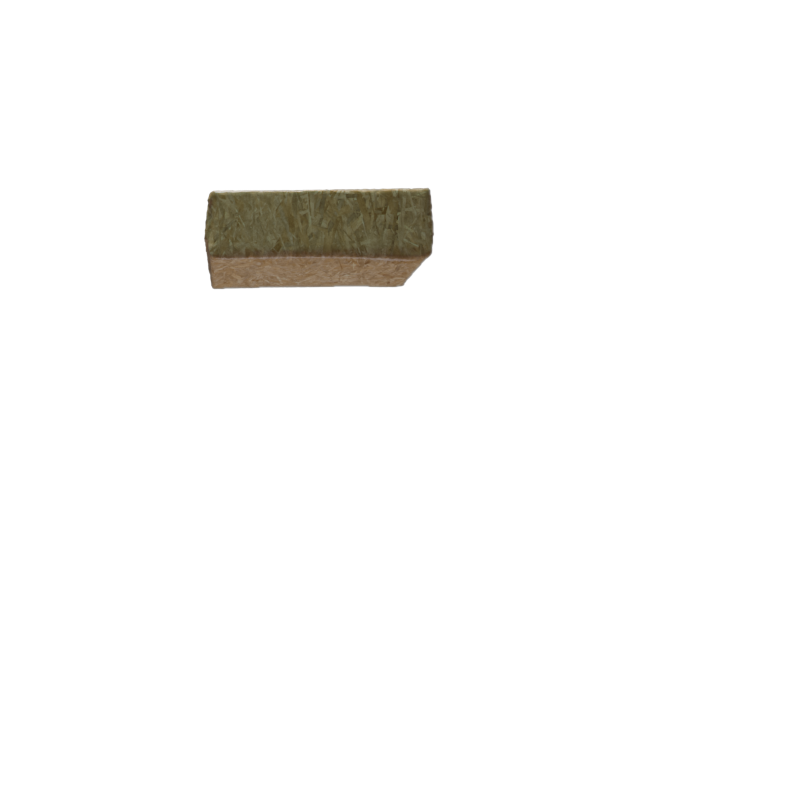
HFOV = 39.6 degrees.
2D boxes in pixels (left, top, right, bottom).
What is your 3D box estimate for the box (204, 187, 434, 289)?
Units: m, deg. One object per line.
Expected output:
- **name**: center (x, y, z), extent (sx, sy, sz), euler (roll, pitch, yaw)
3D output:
- **box**: center (-0.046, -0.083, 0.584), extent (0.112, 0.040, 0.089), euler (0, -5, -7)
